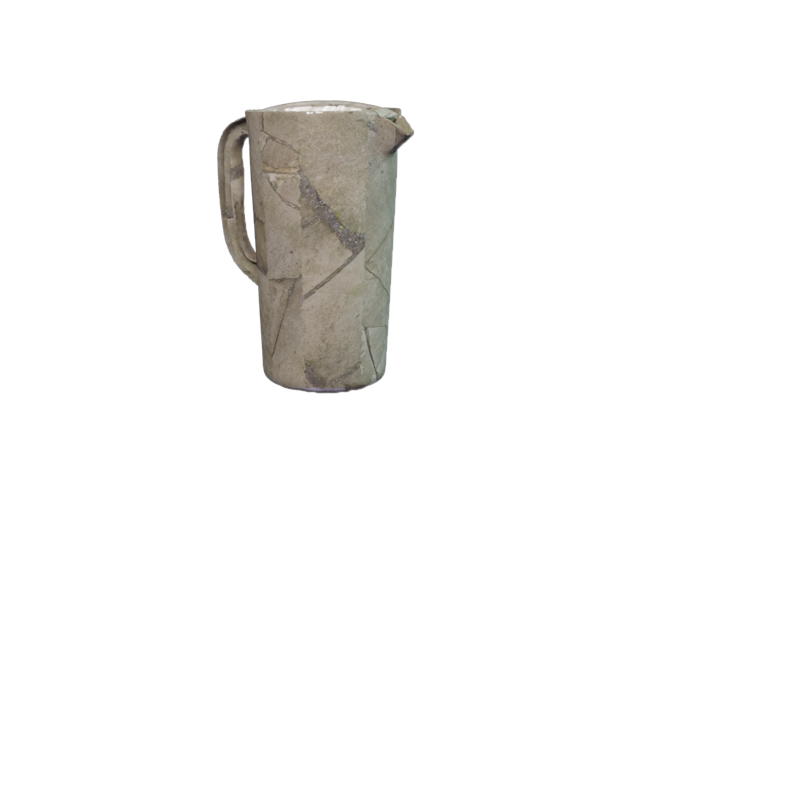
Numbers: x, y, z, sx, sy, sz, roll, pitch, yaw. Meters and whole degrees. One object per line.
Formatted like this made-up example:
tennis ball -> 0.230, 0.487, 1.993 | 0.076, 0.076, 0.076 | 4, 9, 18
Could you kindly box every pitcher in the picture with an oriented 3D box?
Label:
pitcher -> -0.075, -0.137, 0.961 | 0.142, 0.238, 0.156 | -3, 11, -17
